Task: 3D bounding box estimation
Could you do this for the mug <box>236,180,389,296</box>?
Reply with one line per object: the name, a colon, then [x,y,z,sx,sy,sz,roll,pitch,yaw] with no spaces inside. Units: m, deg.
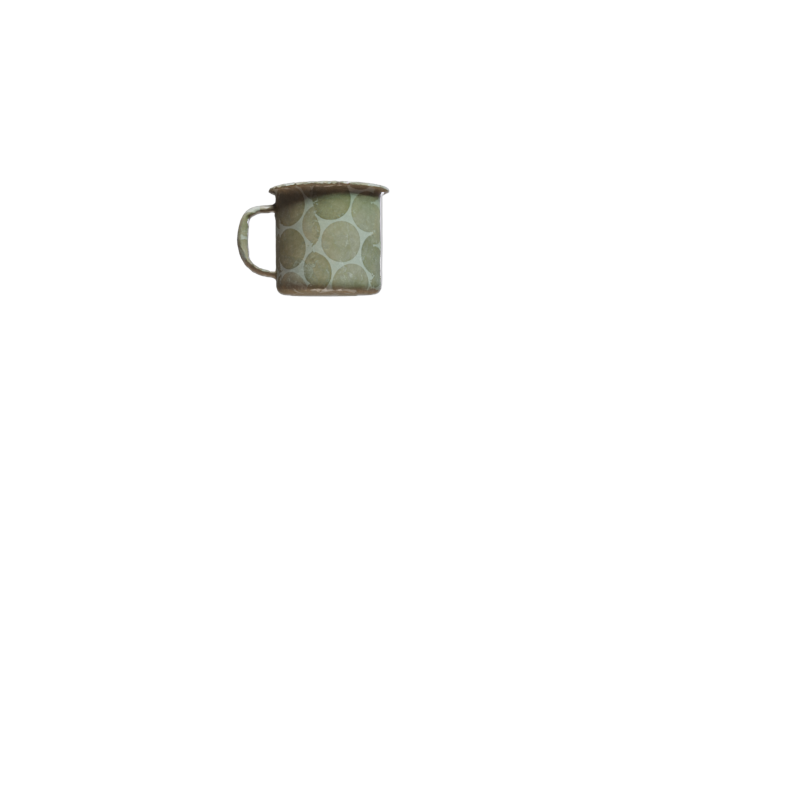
mug: [-0.067,-0.121,0.850,0.117,0.082,0.093,0,-1,-4]
